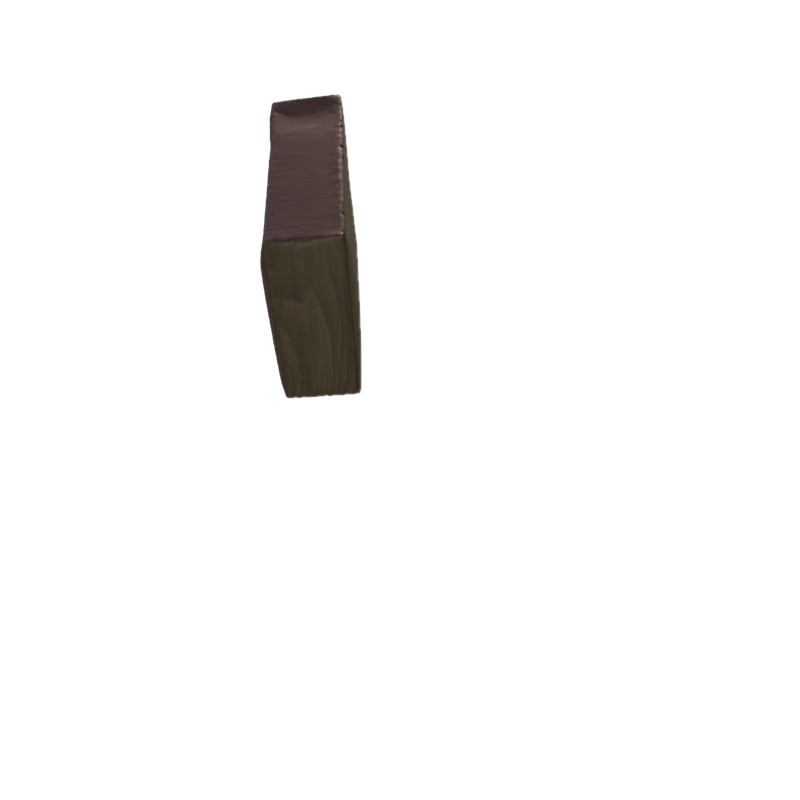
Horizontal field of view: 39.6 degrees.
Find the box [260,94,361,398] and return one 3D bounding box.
[{"bbox_3d":[-0.074,-0.134,0.941,0.072,0.152,0.229,-5,41,0],"label":"box"}]
